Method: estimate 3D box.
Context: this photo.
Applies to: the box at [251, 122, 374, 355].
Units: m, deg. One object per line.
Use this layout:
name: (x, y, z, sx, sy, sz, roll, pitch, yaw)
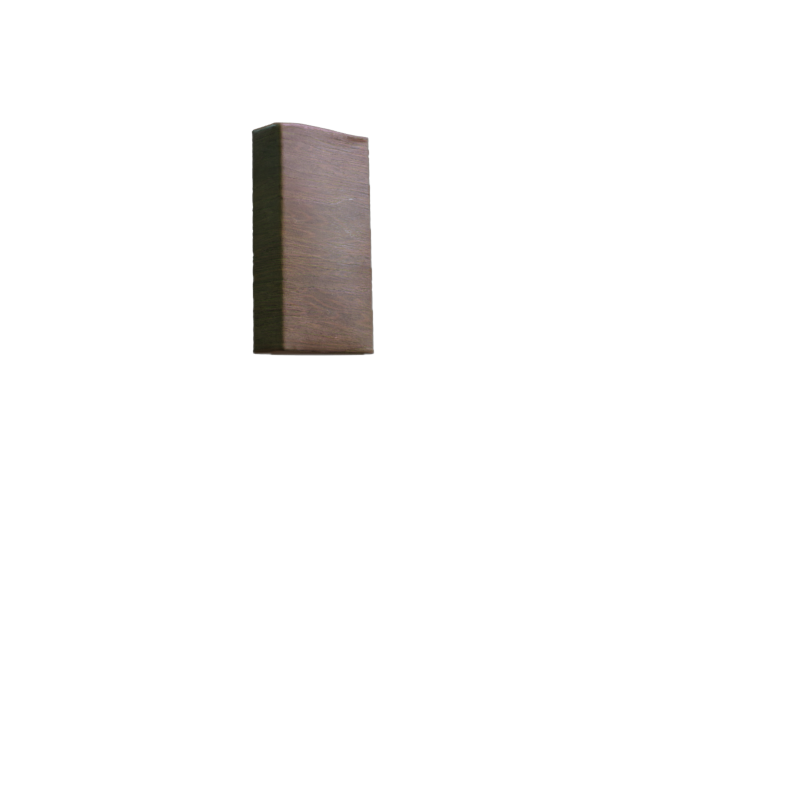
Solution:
box: (-0.068, -0.123, 0.864, 0.089, 0.179, 0.049, 4, -8, -40)
